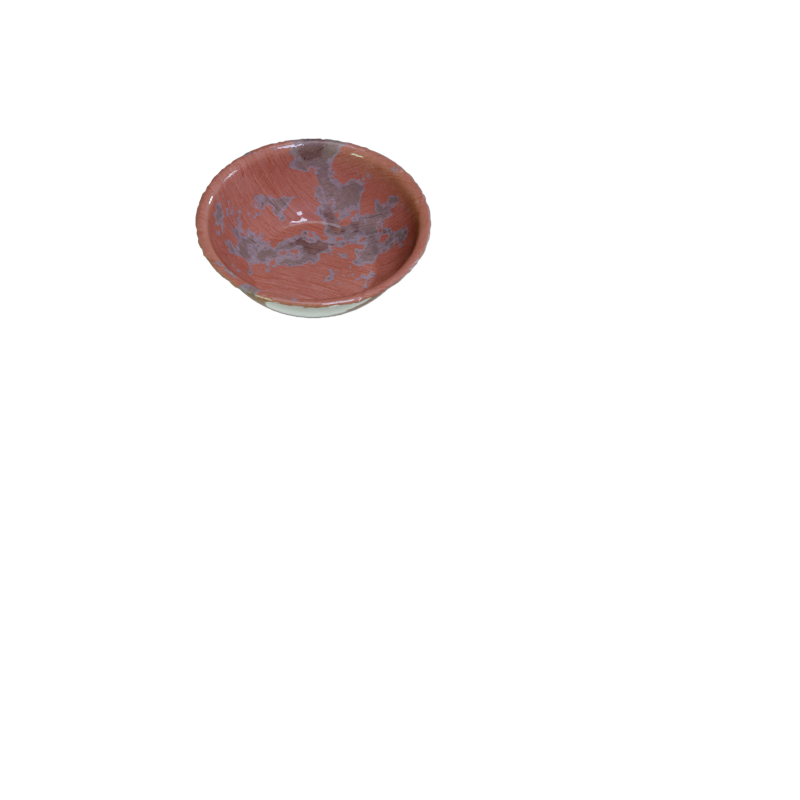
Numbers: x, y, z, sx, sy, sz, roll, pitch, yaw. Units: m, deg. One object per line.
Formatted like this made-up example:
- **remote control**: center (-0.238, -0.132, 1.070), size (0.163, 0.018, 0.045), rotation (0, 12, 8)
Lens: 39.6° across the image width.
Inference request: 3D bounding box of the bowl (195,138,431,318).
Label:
- **bowl**: center (-0.061, -0.111, 0.779), size (0.162, 0.174, 0.051), rotation (-1, -39, -1)
